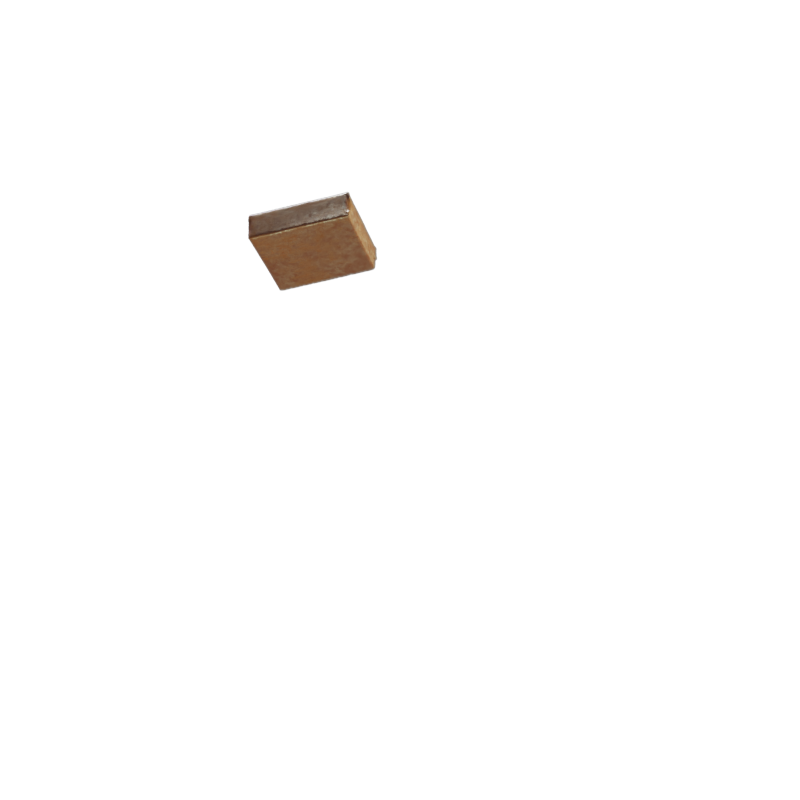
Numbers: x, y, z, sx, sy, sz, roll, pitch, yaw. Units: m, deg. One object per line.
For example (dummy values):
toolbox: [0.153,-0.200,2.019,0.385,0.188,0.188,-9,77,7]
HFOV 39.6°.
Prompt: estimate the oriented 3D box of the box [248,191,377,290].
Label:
box: [-0.072,-0.131,0.920,0.090,0.032,0.067,-12,-38,15]
